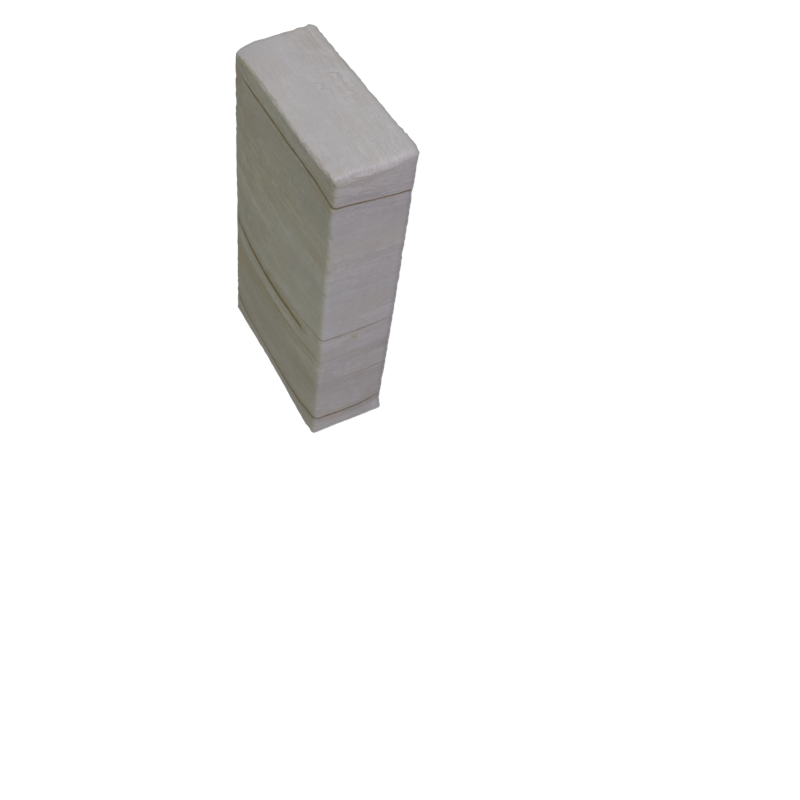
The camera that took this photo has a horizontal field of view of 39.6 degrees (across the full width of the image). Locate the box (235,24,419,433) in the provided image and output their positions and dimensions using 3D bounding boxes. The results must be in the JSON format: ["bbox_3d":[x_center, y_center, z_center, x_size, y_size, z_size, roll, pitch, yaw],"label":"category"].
[{"bbox_3d":[-0.040,-0.073,0.510,0.048,0.100,0.164,-22,-33,-19],"label":"box"}]
